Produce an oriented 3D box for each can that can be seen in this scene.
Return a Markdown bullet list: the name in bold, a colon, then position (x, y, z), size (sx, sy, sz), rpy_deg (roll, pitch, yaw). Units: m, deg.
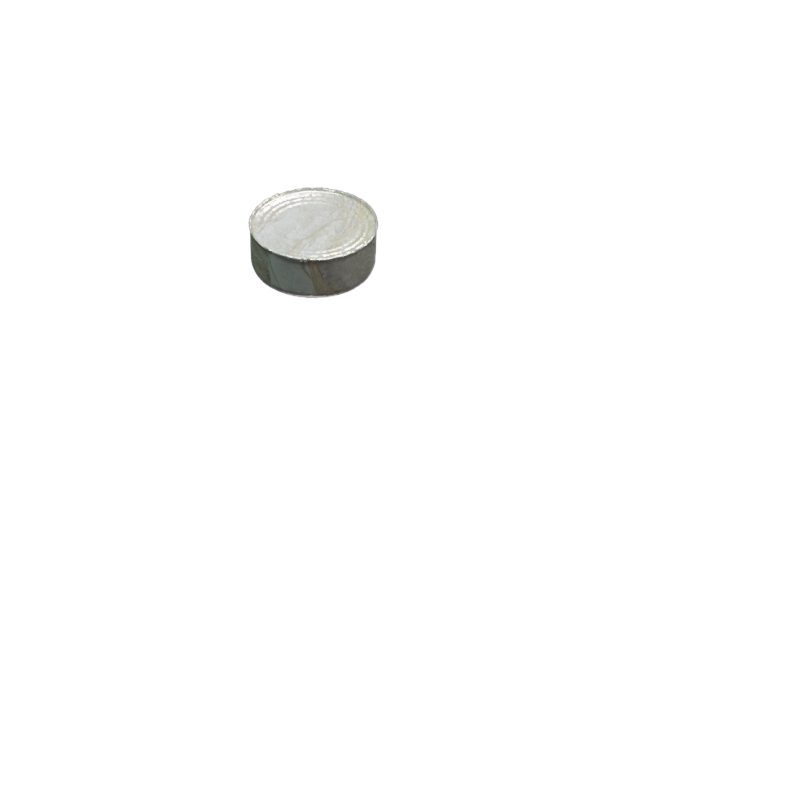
- **can**: position (-0.058, -0.106, 0.742), size (0.086, 0.031, 0.092), rpy_deg (-1, 40, -2)
